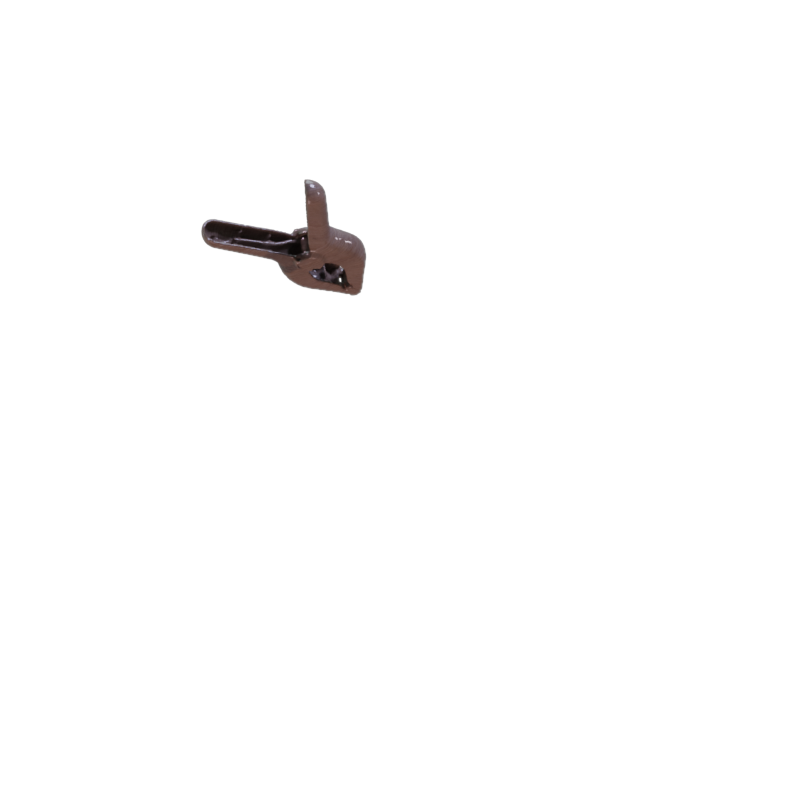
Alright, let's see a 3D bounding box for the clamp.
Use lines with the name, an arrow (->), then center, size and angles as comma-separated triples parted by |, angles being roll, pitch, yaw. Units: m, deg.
clamp -> -0.077, -0.140, 0.978 | 0.122, 0.041, 0.161 | -15, -24, 38
